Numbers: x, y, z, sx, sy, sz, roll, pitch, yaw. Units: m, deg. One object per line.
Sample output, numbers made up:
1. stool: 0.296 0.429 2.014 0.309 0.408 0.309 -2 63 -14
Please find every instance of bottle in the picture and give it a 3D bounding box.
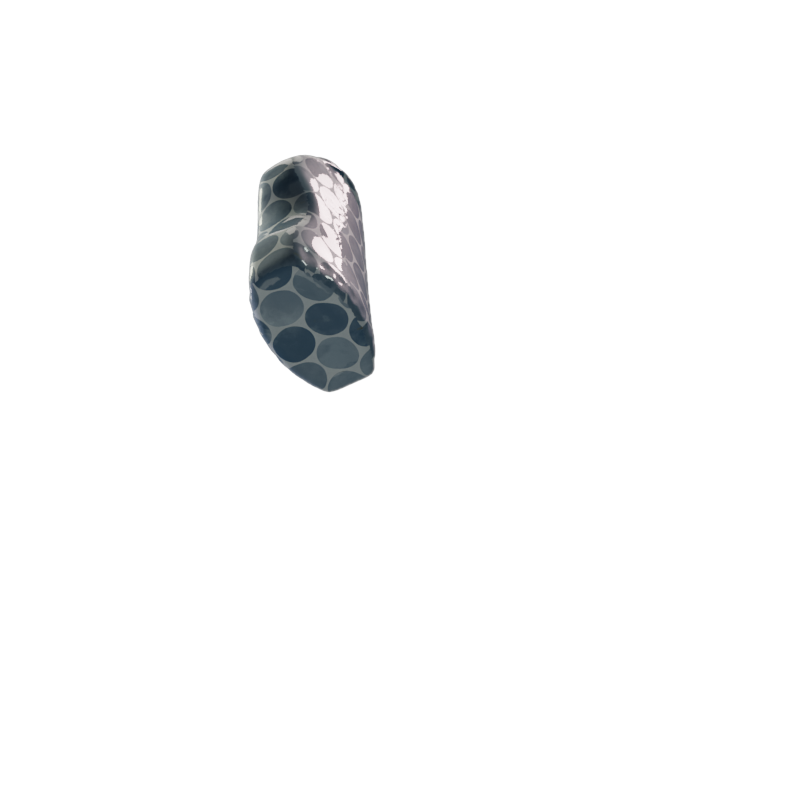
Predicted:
1. bottle: -0.054 -0.100 0.699 0.058 0.089 0.205 -26 35 16
